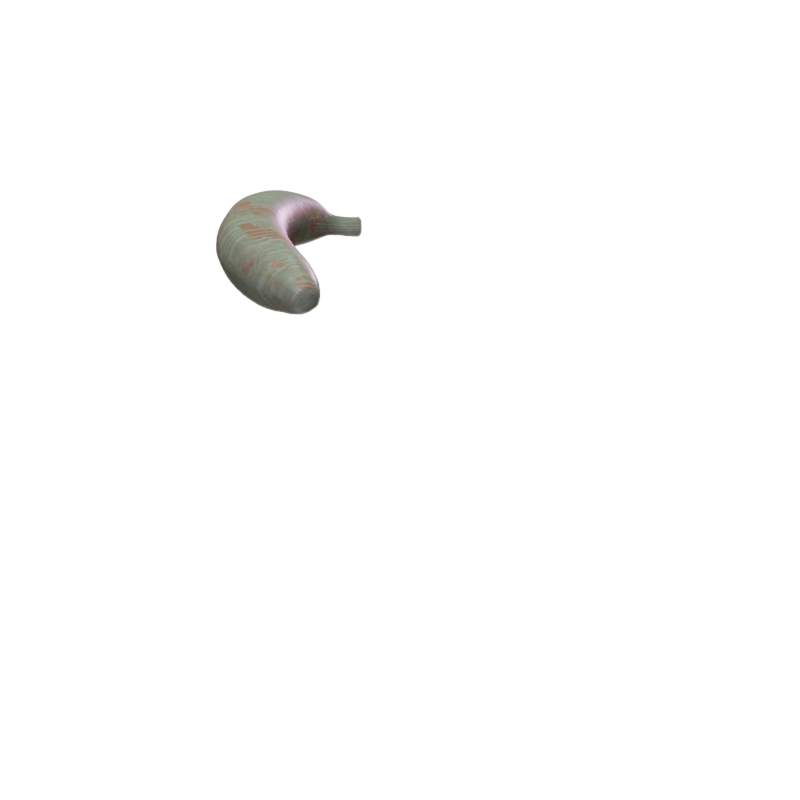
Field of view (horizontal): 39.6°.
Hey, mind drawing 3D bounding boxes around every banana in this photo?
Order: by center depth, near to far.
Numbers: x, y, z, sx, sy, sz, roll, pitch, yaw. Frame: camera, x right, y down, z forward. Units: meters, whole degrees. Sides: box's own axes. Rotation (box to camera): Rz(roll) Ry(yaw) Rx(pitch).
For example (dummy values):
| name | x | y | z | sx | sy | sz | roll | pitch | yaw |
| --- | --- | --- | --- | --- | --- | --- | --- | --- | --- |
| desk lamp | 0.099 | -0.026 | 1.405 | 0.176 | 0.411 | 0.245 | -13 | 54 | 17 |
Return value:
| name | x | y | z | sx | sy | sz | roll | pitch | yaw |
| --- | --- | --- | --- | --- | --- | --- | --- | --- | --- |
| banana | -0.064 | -0.086 | 0.591 | 0.070 | 0.035 | 0.204 | 2 | 20 | 4 |
